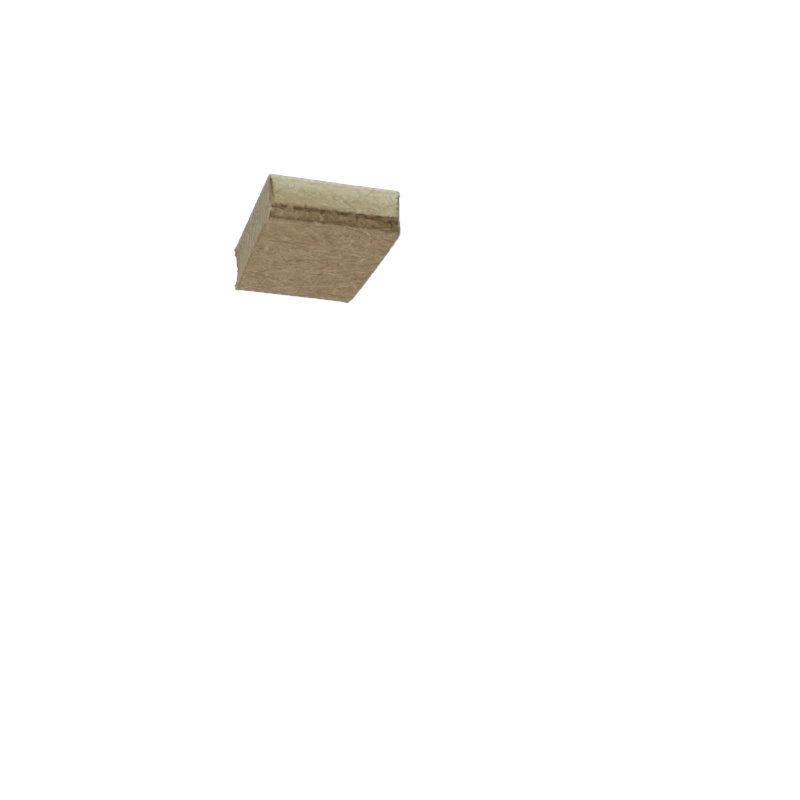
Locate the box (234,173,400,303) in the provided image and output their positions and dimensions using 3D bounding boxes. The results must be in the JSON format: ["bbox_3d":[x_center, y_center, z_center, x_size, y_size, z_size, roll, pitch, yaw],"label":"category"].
[{"bbox_3d":[-0.059,-0.108,0.758,0.088,0.041,0.110,7,-25,-17],"label":"box"}]
